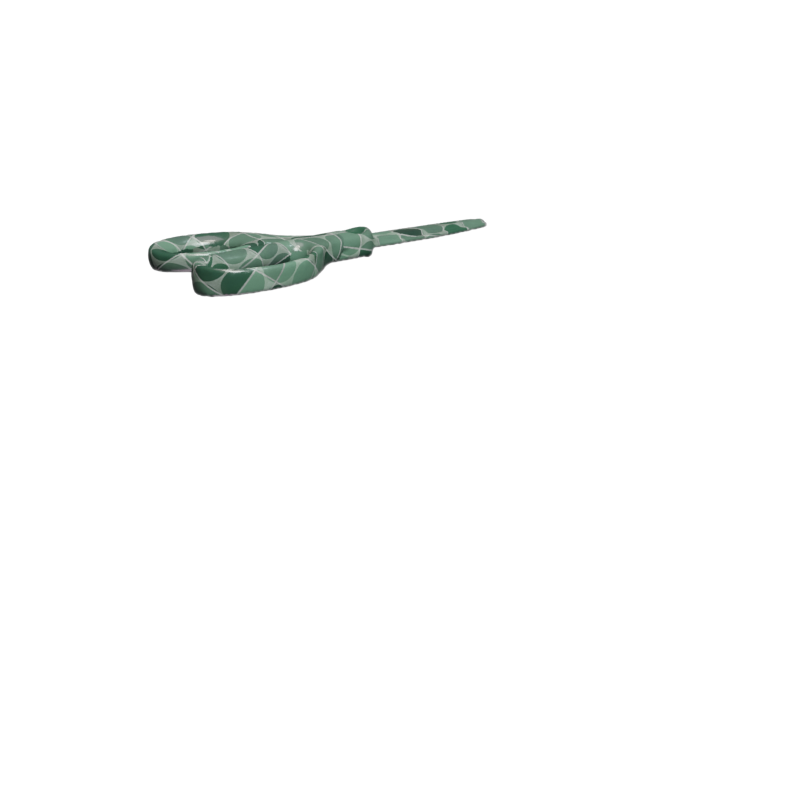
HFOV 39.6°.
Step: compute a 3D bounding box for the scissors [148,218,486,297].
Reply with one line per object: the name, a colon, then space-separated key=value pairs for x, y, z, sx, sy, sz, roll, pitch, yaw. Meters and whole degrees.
scissors: x=-0.044 y=-0.081 z=0.567 sx=0.101 sy=0.015 sz=0.199 roll=11 pitch=22 yaw=31
